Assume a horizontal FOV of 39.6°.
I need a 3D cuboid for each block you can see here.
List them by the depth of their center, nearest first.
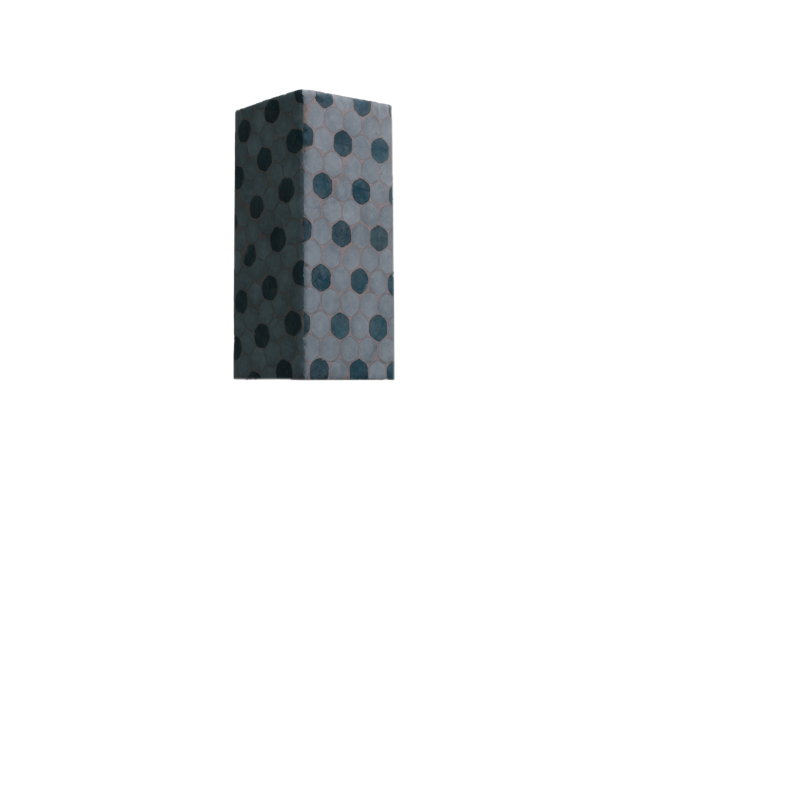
[{"bbox_3d":[-0.065,-0.119,0.833,0.087,0.209,0.093,4,-7,-40],"label":"block"}]
